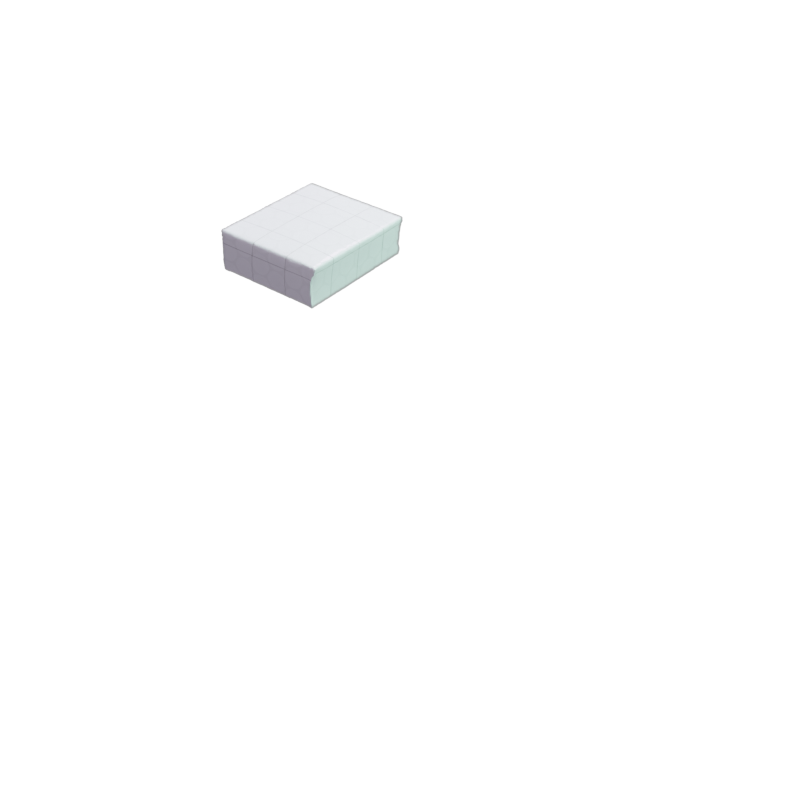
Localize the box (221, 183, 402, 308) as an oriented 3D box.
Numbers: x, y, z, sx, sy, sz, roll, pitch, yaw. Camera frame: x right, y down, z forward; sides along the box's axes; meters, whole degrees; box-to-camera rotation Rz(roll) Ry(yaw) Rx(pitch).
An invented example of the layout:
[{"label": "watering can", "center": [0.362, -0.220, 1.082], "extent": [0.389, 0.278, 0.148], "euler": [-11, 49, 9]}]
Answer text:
[{"label": "box", "center": [-0.066, -0.120, 0.843], "extent": [0.095, 0.036, 0.115], "euler": [23, 41, 28]}]
